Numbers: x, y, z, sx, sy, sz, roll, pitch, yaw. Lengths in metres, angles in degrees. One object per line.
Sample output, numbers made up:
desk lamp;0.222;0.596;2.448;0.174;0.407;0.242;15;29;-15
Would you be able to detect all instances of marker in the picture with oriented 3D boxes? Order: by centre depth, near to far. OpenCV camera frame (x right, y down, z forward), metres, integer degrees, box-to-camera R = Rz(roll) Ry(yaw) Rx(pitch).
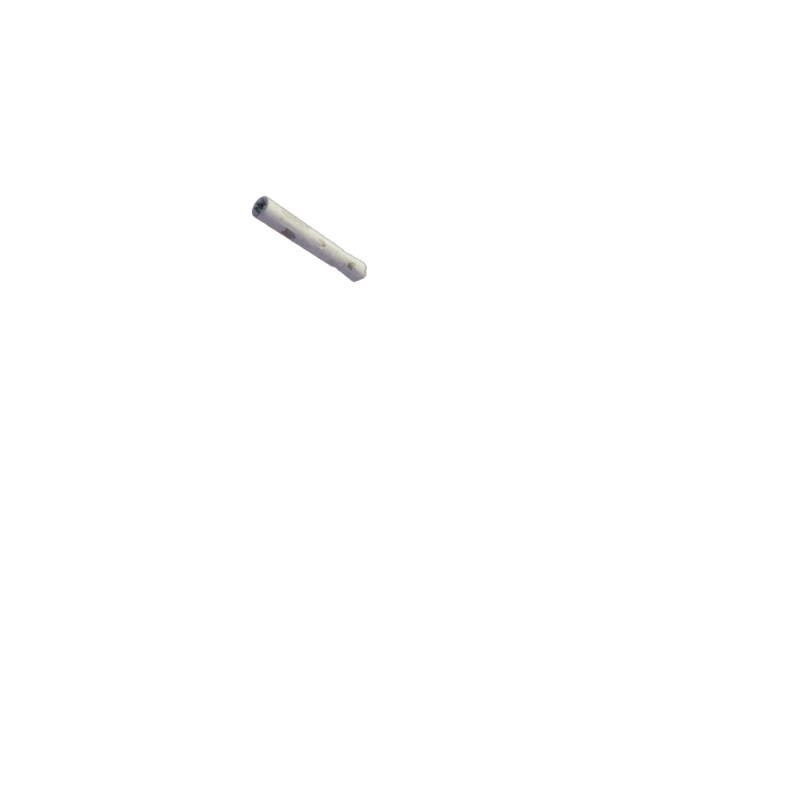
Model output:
marker;-0.069;-0.127;0.887;0.113;0.020;0.021;30;-17;-38
